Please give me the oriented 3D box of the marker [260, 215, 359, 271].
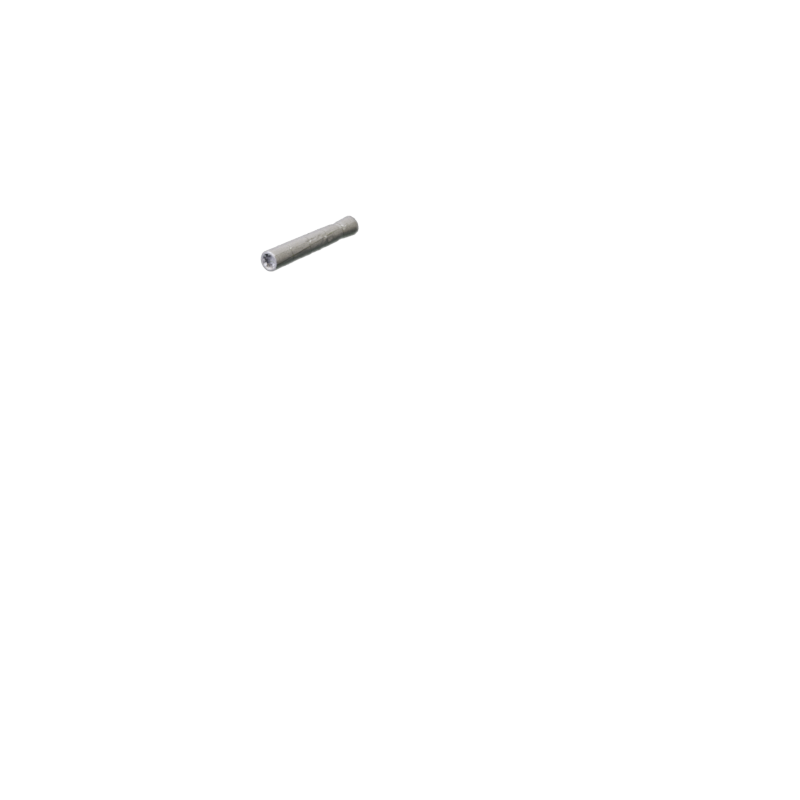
[{"bbox_3d":[-0.077,-0.141,0.988,0.021,0.019,0.121,3,24,38],"label":"marker"}]
